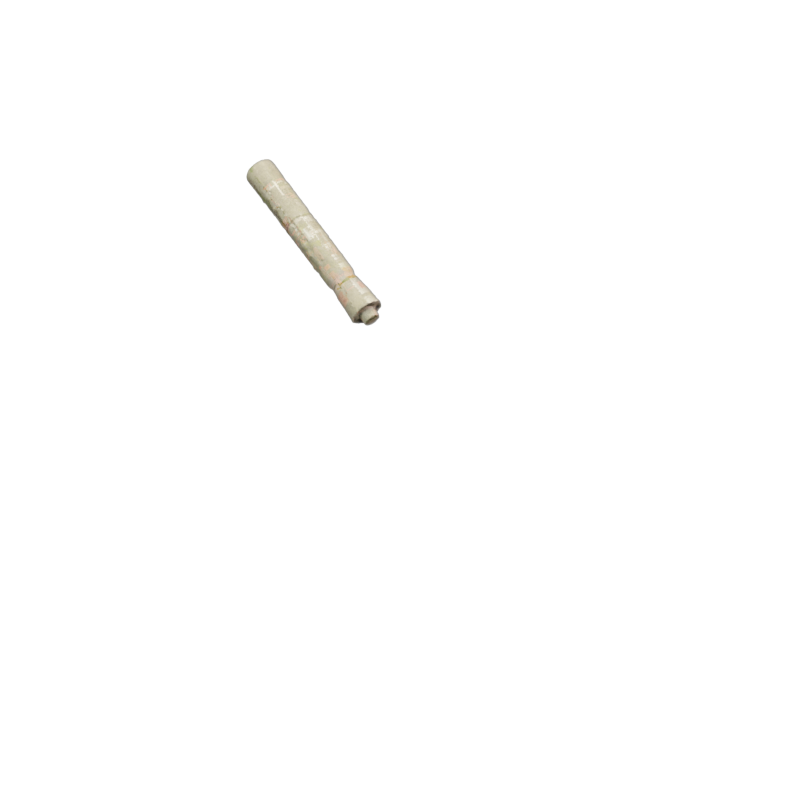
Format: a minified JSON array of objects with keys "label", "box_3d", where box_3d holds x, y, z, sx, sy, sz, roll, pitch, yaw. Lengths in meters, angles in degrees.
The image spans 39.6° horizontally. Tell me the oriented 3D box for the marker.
[{"label":"marker","box_3d":[-0.049,-0.089,0.626,0.020,0.129,0.018,-27,-28,-17]}]
